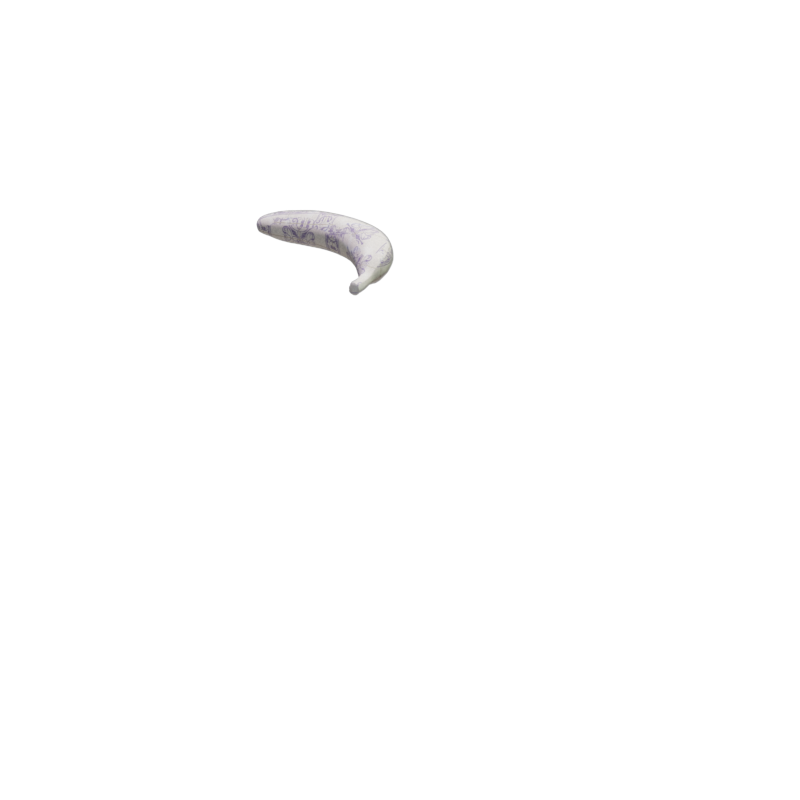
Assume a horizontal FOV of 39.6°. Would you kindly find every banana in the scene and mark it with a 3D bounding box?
[{"bbox_3d":[-0.060,-0.143,0.995,0.068,0.035,0.211,-12,26,-27],"label":"banana"}]
